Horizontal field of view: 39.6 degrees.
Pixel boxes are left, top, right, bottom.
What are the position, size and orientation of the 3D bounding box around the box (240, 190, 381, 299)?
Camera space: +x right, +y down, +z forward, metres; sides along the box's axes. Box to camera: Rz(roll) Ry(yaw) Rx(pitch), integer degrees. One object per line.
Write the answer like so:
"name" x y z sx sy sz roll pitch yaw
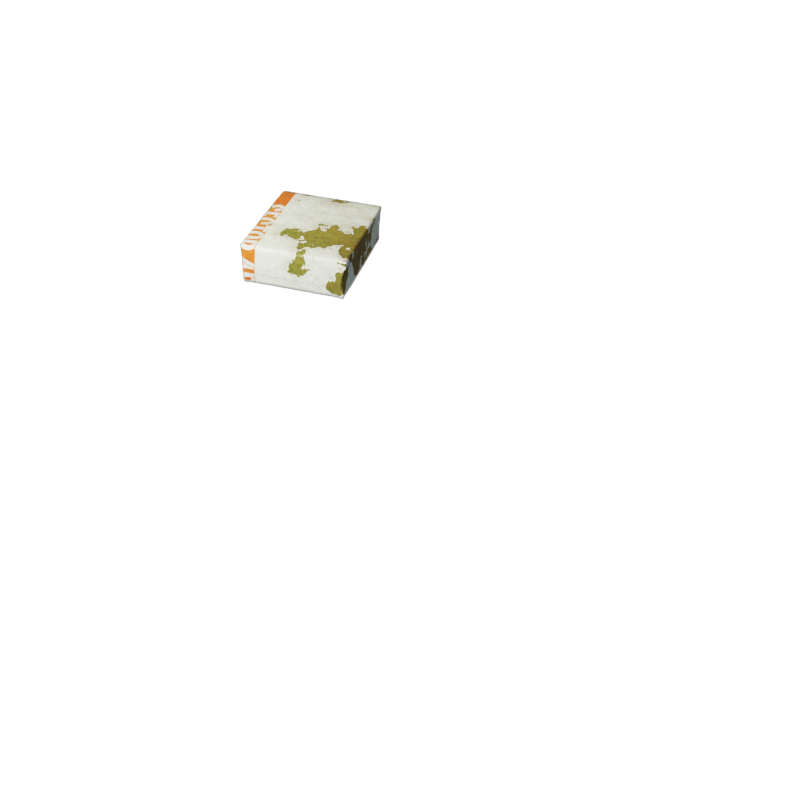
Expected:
"box" -0.073 -0.132 0.925 0.092 0.036 0.118 9 36 12
